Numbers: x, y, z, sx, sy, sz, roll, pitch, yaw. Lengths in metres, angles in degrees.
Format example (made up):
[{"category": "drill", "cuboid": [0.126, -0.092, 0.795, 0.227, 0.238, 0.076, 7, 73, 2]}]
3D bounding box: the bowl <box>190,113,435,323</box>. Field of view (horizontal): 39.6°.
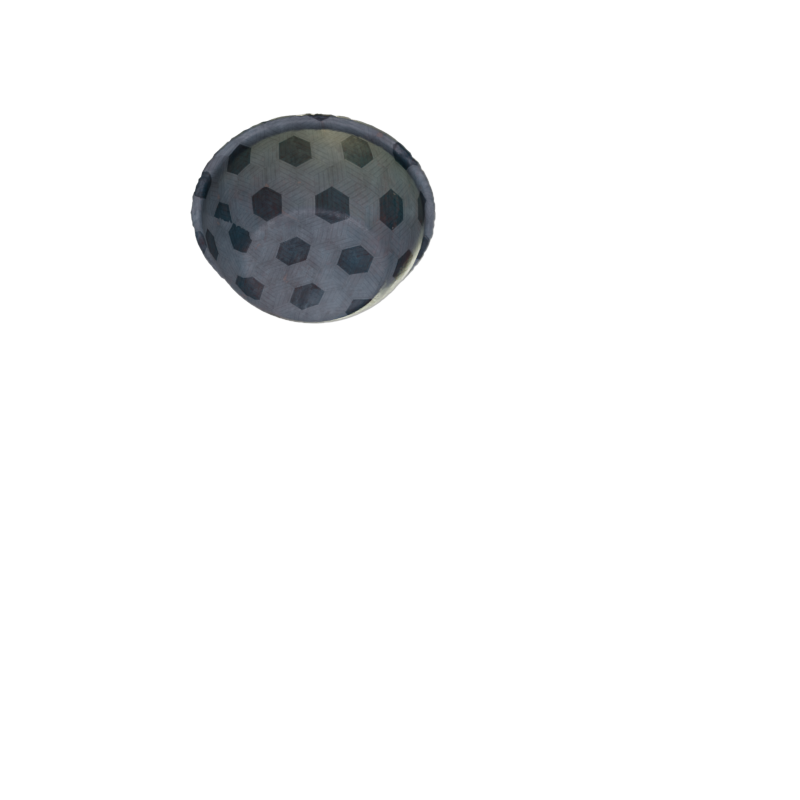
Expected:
[{"category": "bowl", "cuboid": [-0.056, -0.102, 0.713, 0.162, 0.151, 0.059, 1, 41, -1]}]
